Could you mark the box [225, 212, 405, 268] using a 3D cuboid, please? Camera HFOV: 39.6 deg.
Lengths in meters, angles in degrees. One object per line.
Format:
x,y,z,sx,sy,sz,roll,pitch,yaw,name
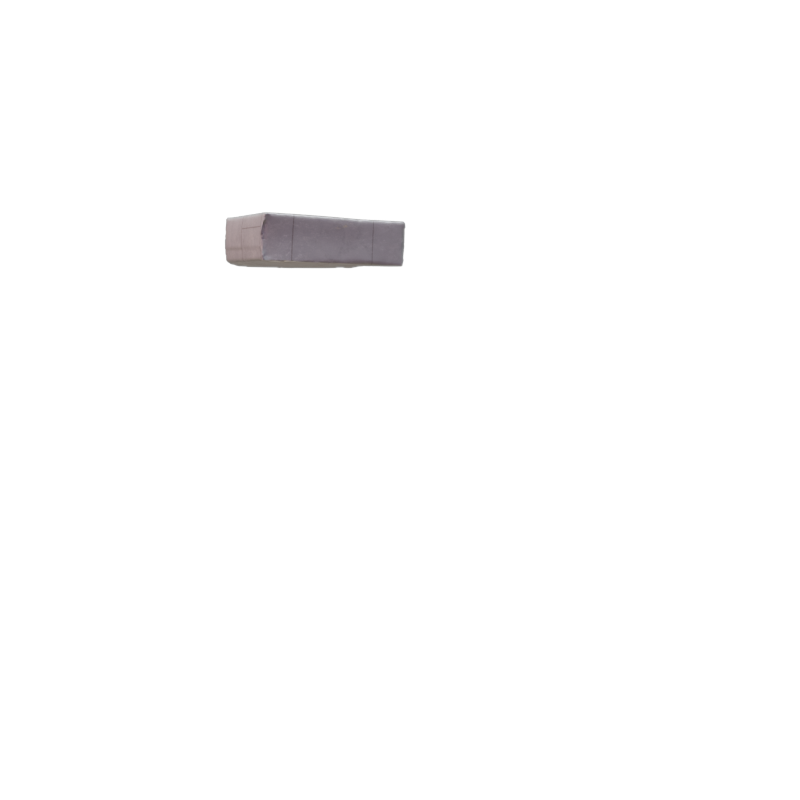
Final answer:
-0.065,-0.119,0.831,0.110,0.039,0.093,-2,5,-24,box
